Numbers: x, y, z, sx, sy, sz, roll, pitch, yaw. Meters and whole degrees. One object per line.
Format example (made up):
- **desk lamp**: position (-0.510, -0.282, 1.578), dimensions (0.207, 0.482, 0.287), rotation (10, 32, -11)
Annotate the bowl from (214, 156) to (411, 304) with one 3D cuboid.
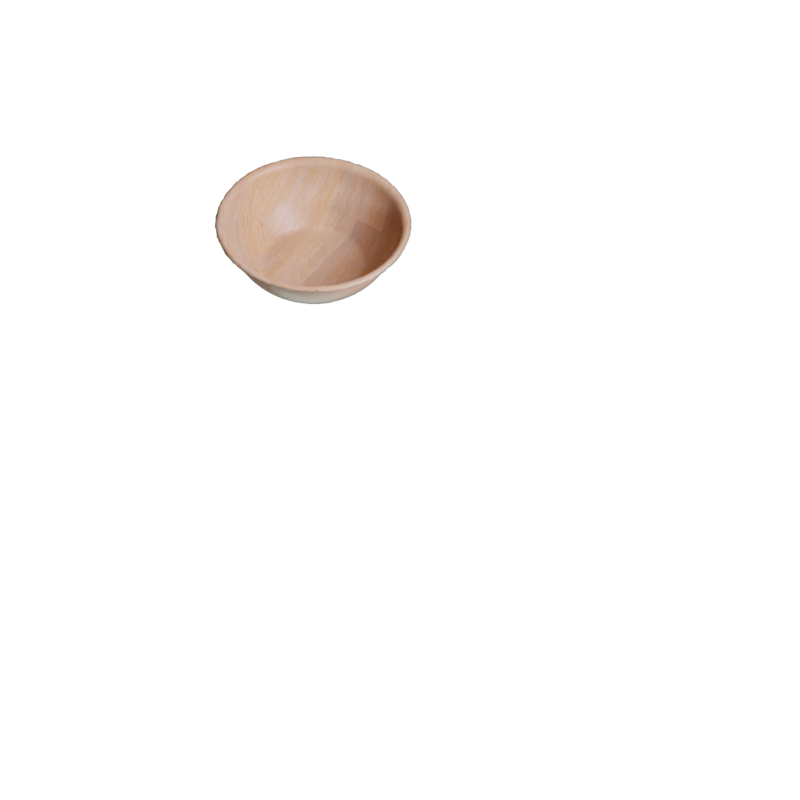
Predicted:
- **bowl**: position (-0.073, -0.133, 0.929), dimensions (0.162, 0.174, 0.051), rotation (-1, -42, -1)
